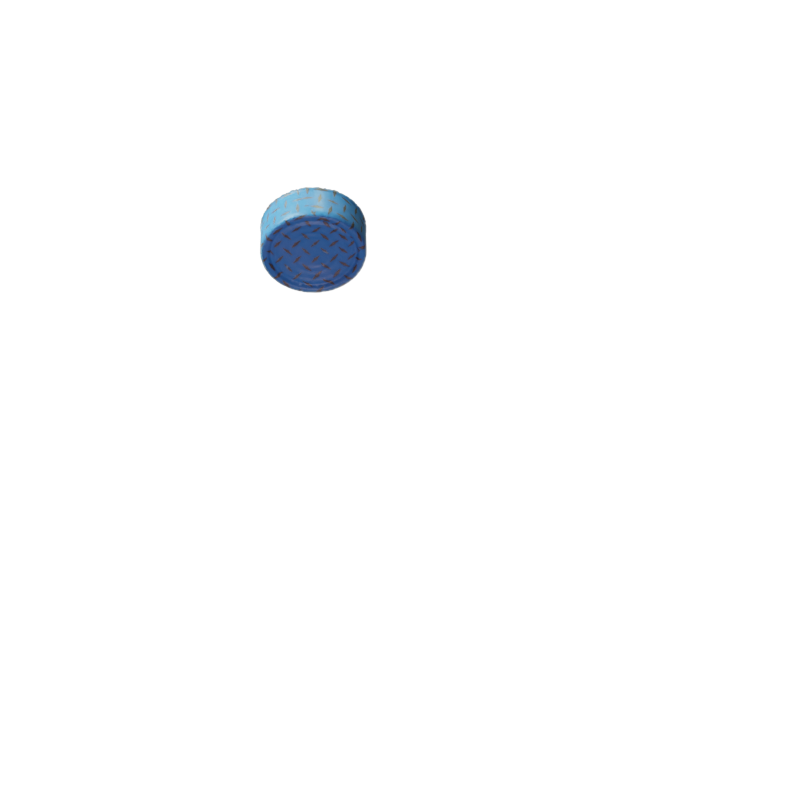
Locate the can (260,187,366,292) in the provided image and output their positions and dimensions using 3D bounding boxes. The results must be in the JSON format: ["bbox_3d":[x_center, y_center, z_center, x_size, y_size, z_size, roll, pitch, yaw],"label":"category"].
[{"bbox_3d":[-0.069,-0.126,0.884,0.086,0.036,0.080,1,-45,-1],"label":"can"}]
